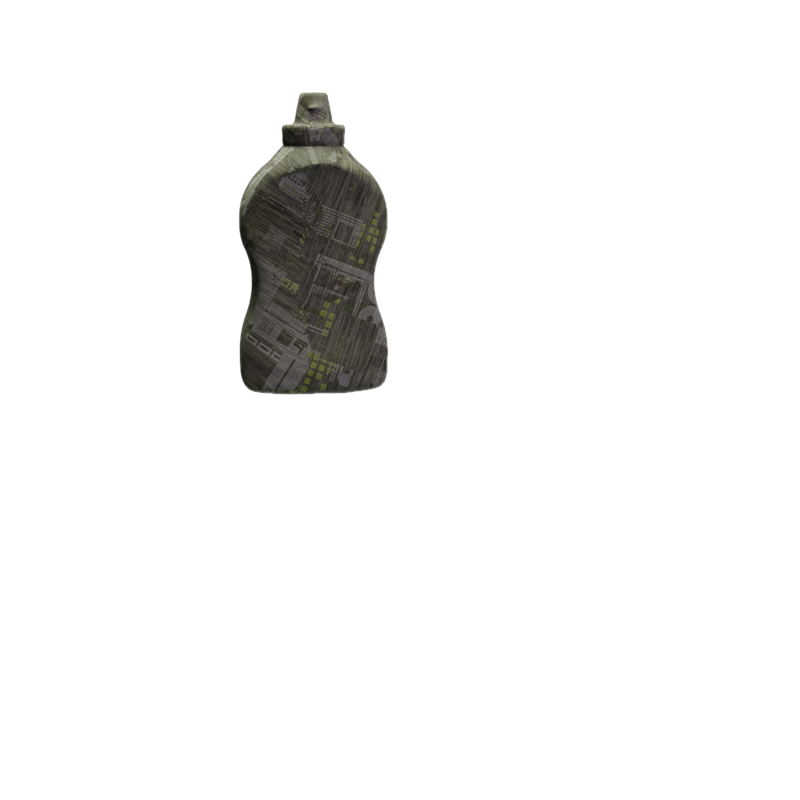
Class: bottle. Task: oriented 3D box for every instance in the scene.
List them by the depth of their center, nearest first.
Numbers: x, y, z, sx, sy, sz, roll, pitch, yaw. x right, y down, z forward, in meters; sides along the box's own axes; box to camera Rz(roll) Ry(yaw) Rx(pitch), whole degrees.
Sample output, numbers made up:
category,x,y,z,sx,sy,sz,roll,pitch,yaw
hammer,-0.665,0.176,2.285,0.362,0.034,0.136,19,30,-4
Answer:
category,x,y,z,sx,sy,sz,roll,pitch,yaw
bottle,-0.056,-0.103,0.719,0.095,0.189,0.060,0,6,-7
